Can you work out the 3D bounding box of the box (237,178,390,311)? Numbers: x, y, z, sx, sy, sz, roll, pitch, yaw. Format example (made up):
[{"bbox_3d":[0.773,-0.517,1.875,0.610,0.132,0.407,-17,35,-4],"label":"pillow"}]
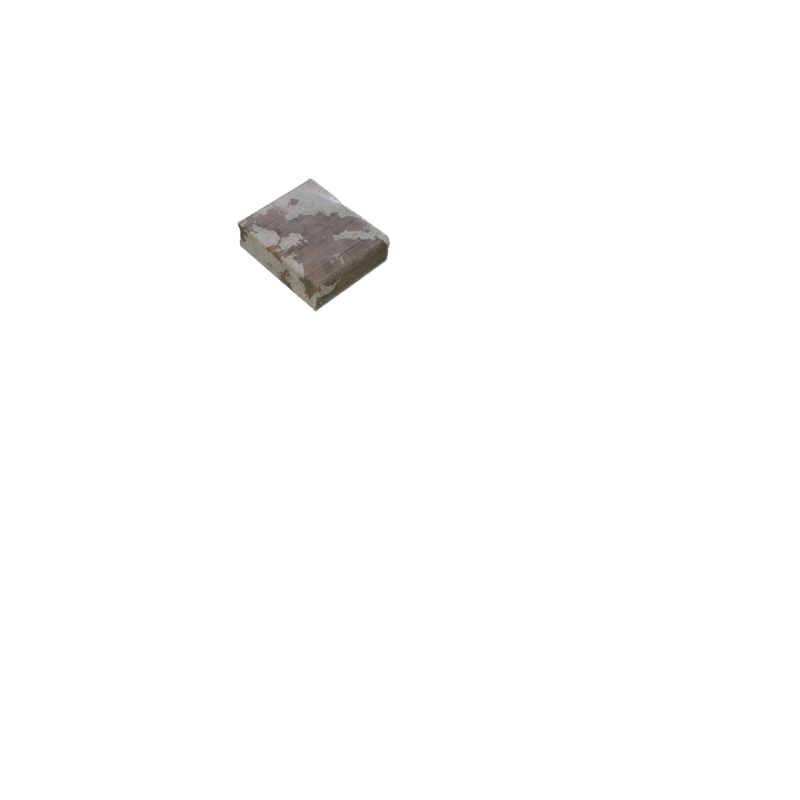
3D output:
[{"bbox_3d":[-0.064,-0.117,0.820,0.073,0.028,0.095,-35,59,-26],"label":"box"}]
